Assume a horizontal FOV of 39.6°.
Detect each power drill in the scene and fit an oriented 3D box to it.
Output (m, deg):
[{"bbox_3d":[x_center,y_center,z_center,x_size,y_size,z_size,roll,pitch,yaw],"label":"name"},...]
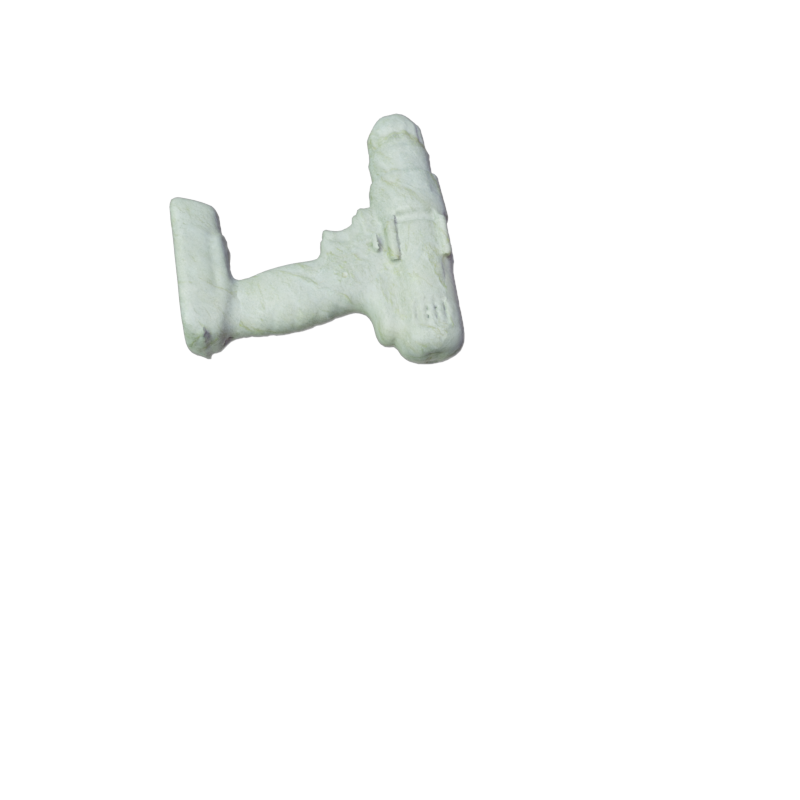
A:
[{"bbox_3d":[-0.059,-0.107,0.747,0.187,0.196,0.054,-7,-26,-4],"label":"power drill"}]
